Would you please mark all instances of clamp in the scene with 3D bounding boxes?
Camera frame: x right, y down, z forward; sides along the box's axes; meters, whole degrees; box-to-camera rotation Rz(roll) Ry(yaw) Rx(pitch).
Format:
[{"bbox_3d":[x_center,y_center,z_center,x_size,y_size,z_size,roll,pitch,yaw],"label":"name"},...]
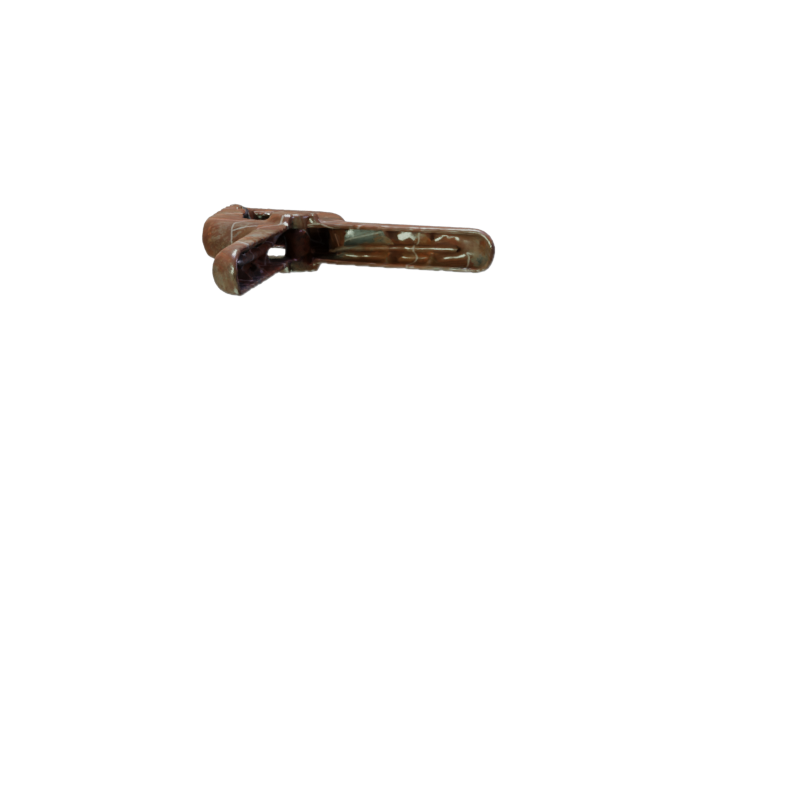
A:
[{"bbox_3d":[-0.053,-0.096,0.675,0.161,0.035,0.220,-5,16,-19],"label":"clamp"}]
